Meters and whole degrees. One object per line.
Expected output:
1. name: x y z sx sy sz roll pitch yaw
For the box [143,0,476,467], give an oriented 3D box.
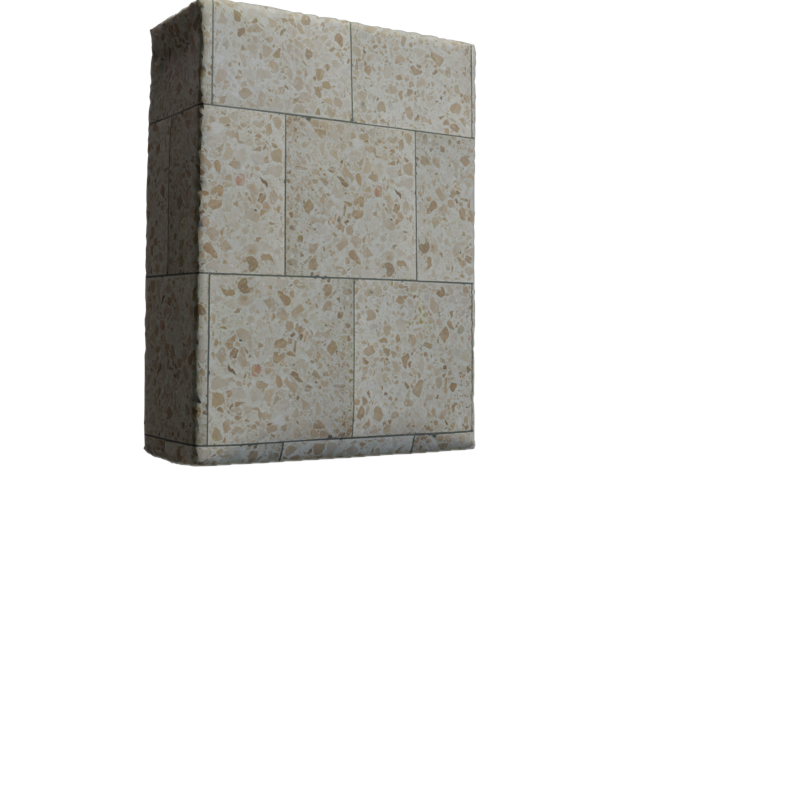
1. box: -0.044 -0.080 0.561 0.158 0.216 0.074 1 -4 -34
